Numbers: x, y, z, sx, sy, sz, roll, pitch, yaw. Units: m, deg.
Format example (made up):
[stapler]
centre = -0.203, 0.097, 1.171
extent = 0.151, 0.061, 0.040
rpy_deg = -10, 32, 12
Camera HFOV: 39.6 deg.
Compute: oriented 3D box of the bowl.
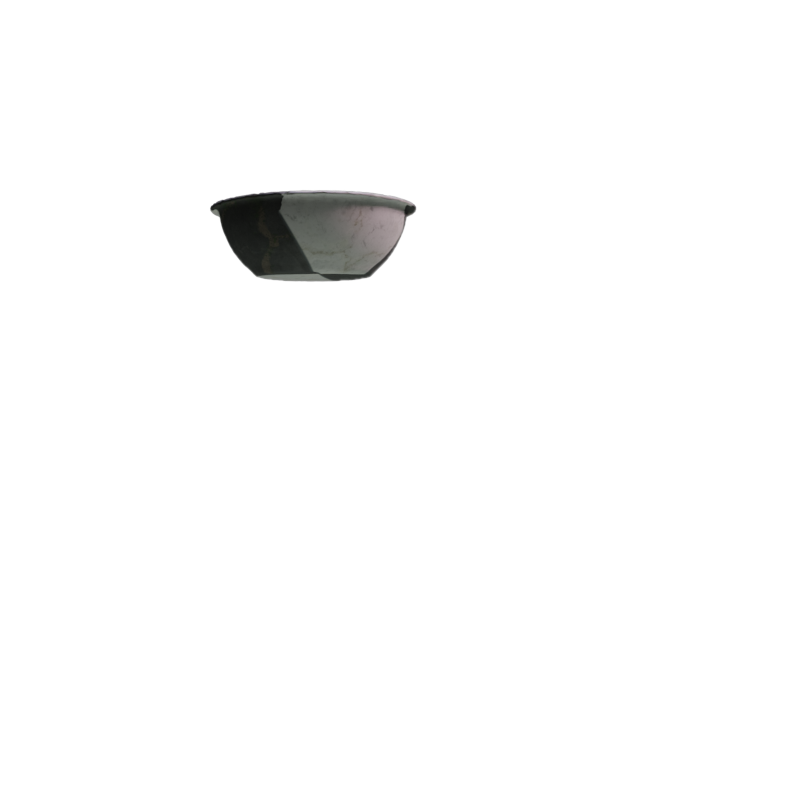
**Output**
[bowl]
centre = -0.068, -0.124, 0.866
extent = 0.162, 0.056, 0.161
rpy_deg = 0, 0, -2
